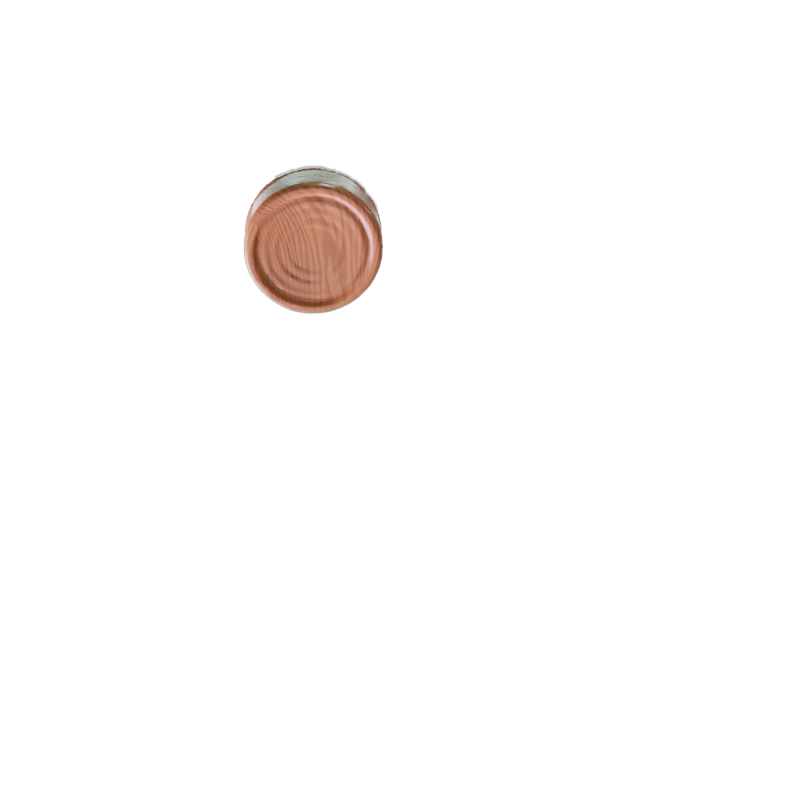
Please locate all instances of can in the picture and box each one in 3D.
[{"bbox_3d":[-0.053,-0.097,0.680,0.086,0.082,0.035,1,22,-1],"label":"can"}]
